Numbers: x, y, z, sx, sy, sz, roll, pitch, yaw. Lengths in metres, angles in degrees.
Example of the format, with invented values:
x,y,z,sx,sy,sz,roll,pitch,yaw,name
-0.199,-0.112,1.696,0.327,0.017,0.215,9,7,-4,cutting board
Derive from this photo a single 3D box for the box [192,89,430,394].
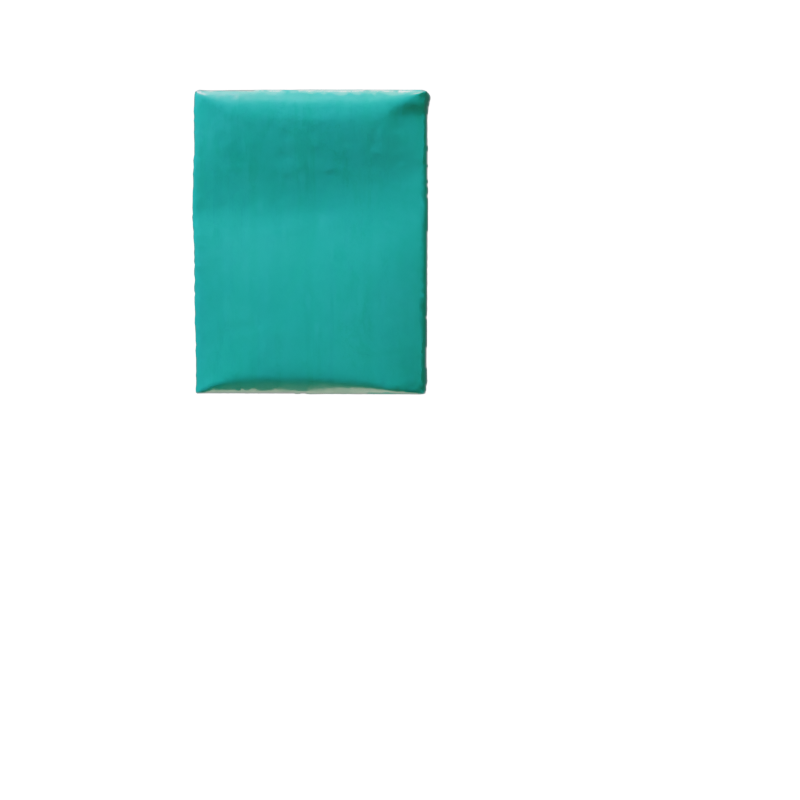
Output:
x,y,z,sx,sy,sz,roll,pitch,yaw,name
-0.062,-0.112,0.787,0.165,0.211,0.072,1,6,5,box
